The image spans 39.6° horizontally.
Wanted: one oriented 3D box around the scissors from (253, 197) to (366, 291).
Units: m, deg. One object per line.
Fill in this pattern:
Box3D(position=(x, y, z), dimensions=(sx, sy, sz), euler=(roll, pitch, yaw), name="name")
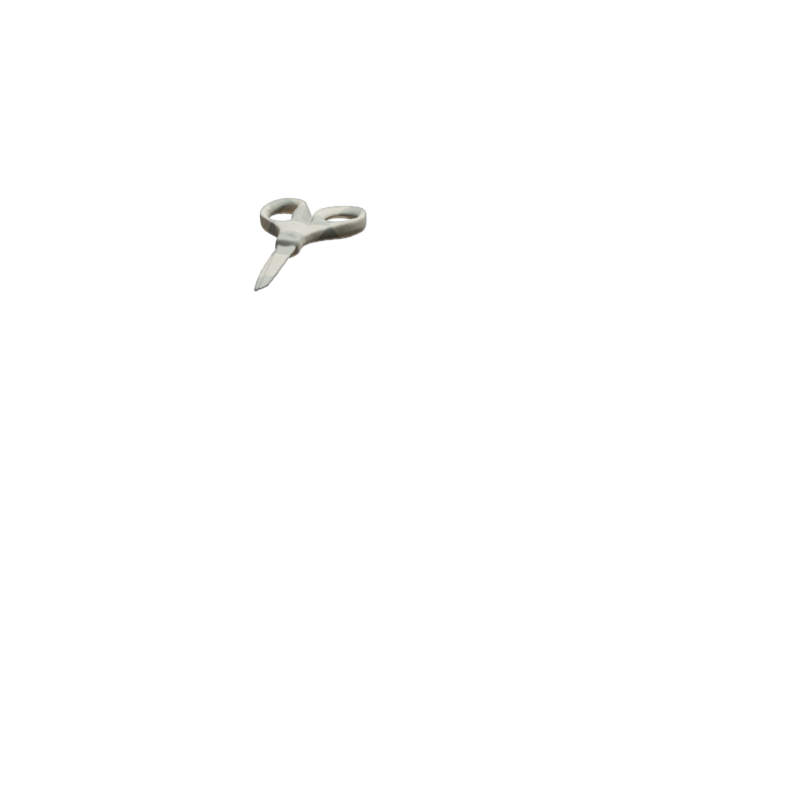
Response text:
Box3D(position=(-0.066, -0.121, 0.846), dimensions=(0.095, 0.015, 0.213), euler=(-3, 26, -7), name="scissors")
